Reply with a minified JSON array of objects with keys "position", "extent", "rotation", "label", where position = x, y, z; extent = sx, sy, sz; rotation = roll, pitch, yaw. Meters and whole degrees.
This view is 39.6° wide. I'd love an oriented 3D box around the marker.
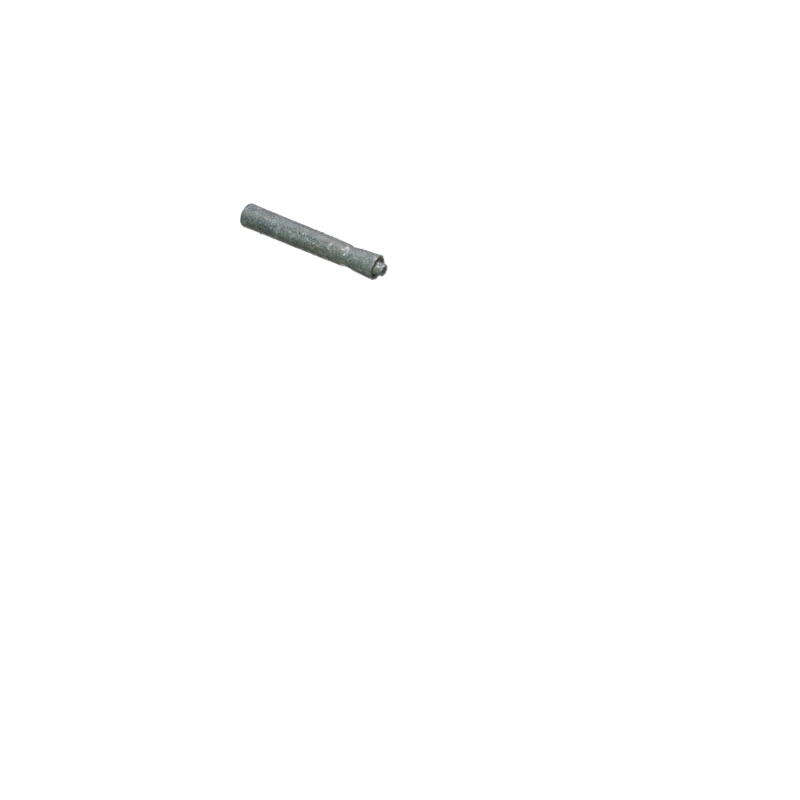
[{"position":[-0.063,-0.115,0.803],"extent":[0.127,0.019,0.019],"rotation":[25,15,26],"label":"marker"}]
